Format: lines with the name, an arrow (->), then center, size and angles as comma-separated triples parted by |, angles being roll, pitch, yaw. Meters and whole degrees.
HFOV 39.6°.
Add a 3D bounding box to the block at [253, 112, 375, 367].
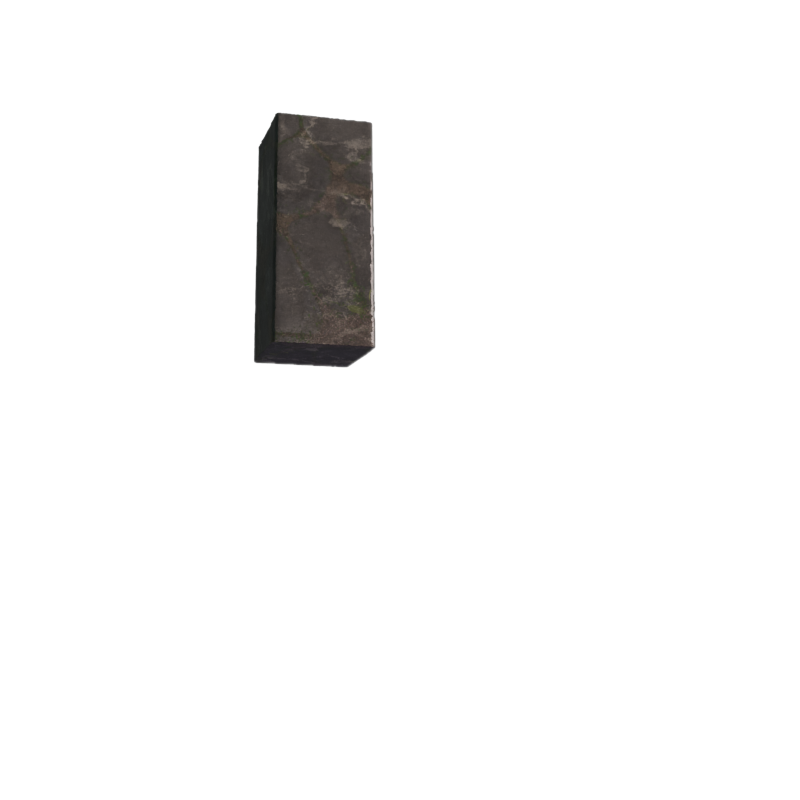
block -> -0.077, -0.141, 0.988 | 0.089, 0.215, 0.088 | 4, -17, -16
